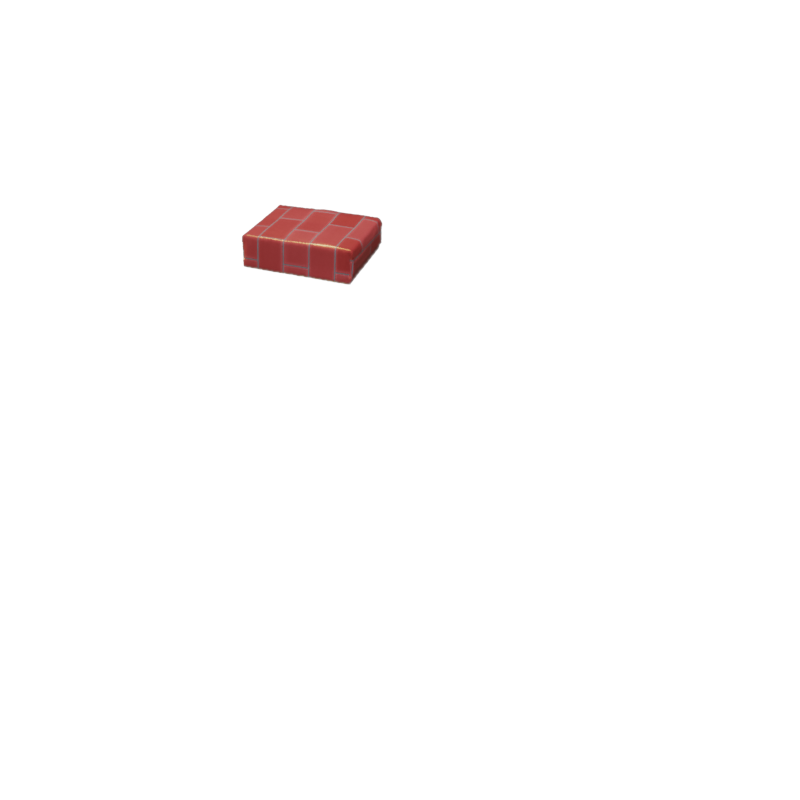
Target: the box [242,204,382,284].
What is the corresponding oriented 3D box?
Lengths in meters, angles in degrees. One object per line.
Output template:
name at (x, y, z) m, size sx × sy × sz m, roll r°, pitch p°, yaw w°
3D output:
box at (-0.067, -0.122, 0.853) m, size 0.092 × 0.029 × 0.075 m, roll 10°, pitch 29°, yaw 17°
